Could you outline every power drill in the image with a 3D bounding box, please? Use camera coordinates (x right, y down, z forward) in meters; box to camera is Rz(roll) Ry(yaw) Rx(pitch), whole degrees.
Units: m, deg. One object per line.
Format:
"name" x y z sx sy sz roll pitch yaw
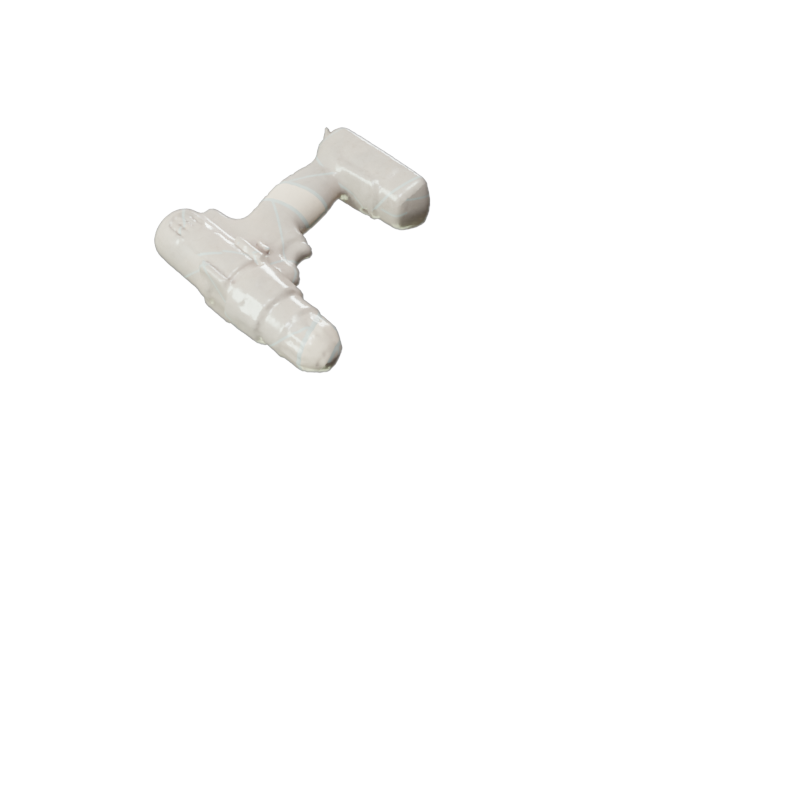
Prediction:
"power drill" -0.066 -0.121 0.844 0.196 0.053 0.189 38 60 26
